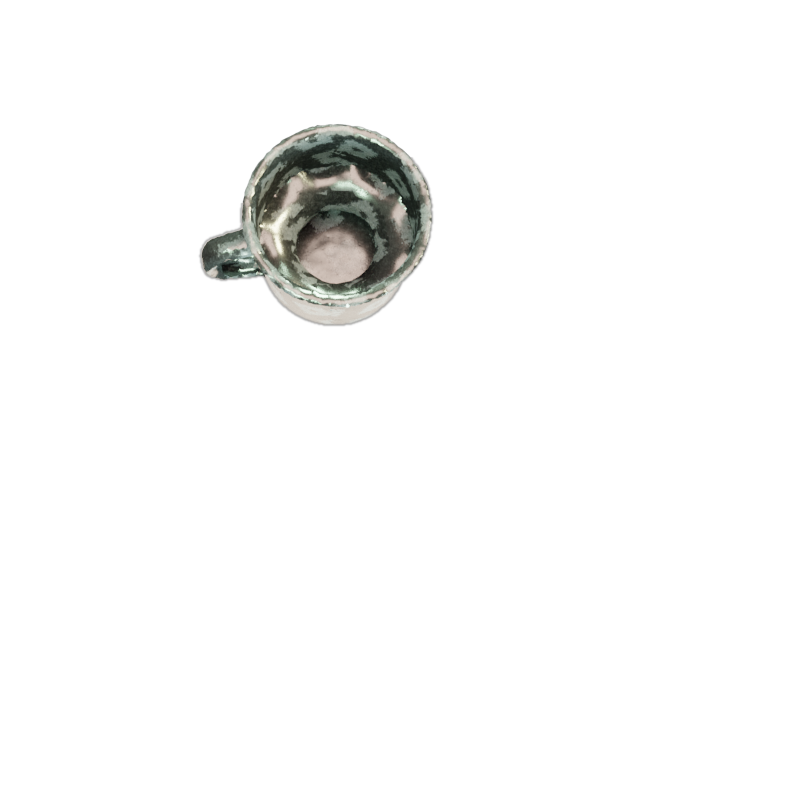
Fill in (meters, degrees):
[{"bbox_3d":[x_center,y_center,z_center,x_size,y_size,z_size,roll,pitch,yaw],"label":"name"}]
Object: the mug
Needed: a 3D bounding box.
[{"bbox_3d":[-0.045,-0.082,0.574,0.117,0.097,0.079,-16,-11,-5],"label":"mug"}]
